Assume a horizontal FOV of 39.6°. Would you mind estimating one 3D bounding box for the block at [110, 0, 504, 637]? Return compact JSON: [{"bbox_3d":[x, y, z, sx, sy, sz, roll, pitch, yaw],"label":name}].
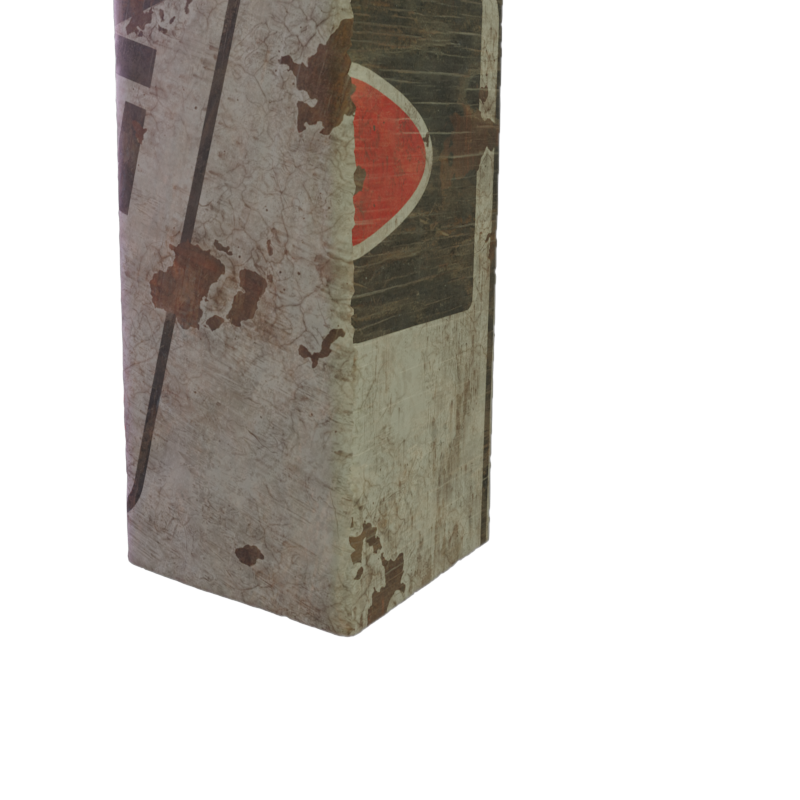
[{"bbox_3d":[-0.027,-0.050,0.352,0.094,0.202,0.089,7,11,33],"label":"block"}]
